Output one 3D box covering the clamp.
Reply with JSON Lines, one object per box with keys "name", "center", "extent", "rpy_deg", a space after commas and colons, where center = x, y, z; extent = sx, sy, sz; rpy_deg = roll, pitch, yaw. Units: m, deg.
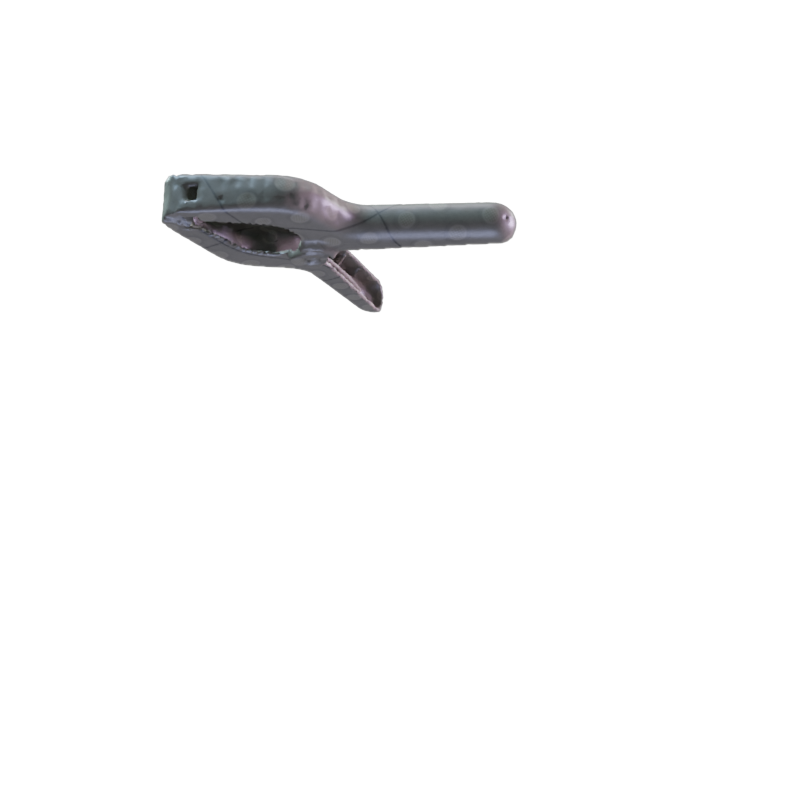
{"name": "clamp", "center": [-0.056, -0.102, 0.712], "extent": [0.203, 0.038, 0.162], "rpy_deg": [8, -20, -23]}
